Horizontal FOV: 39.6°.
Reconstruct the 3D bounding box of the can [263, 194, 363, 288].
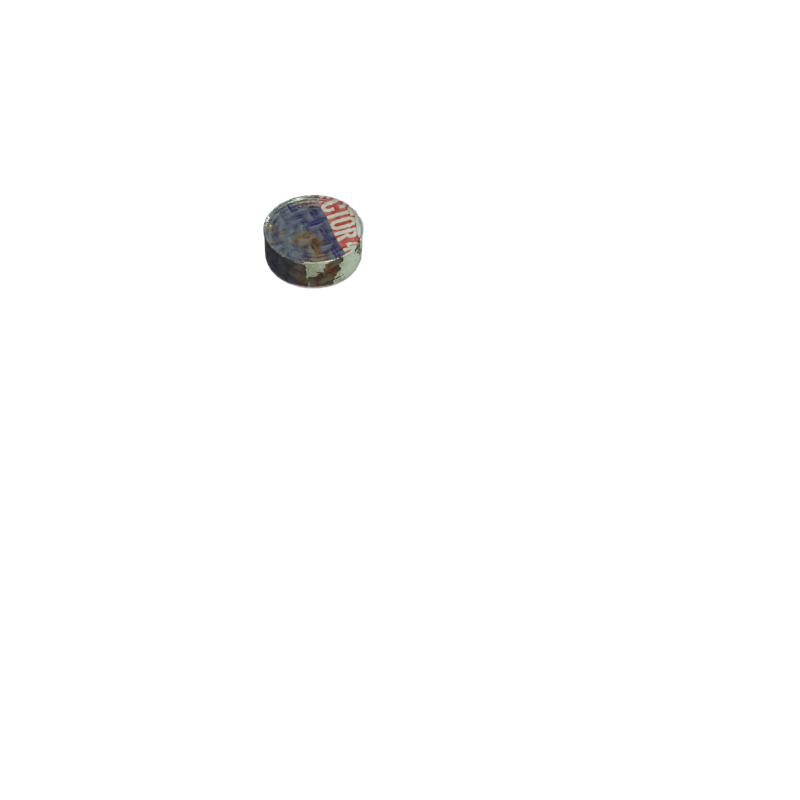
[{"bbox_3d":[-0.075,-0.136,0.956,0.086,0.092,0.031,-1,-43,-1],"label":"can"}]
